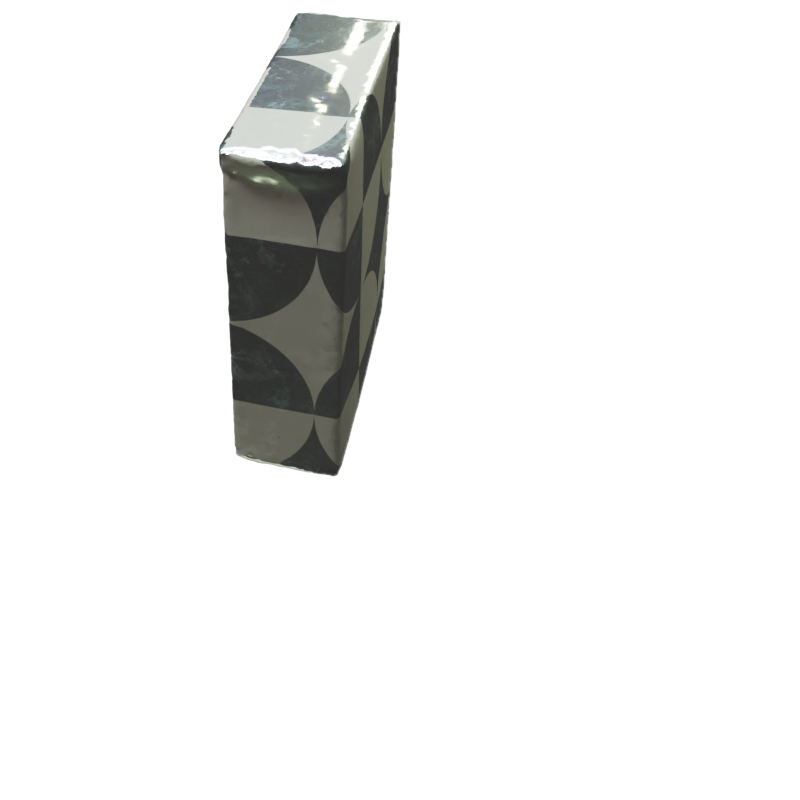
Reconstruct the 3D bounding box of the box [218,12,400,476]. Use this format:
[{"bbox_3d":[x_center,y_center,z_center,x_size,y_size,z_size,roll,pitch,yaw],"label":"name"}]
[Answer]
[{"bbox_3d":[-0.050,-0.092,0.642,0.073,0.200,0.173,8,40,5],"label":"box"}]
